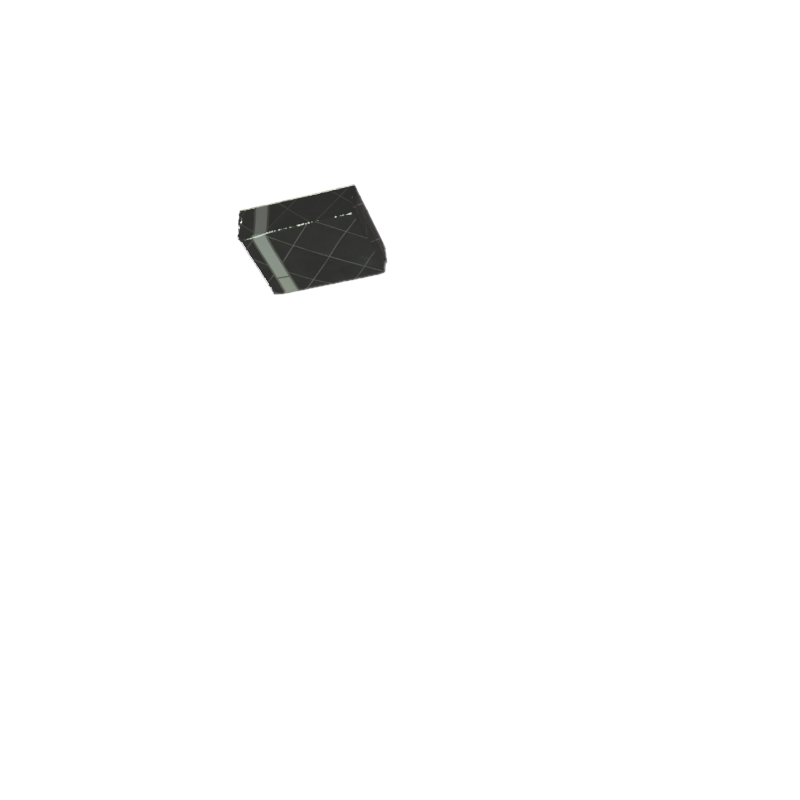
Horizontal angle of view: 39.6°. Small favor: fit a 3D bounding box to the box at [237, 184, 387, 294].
[{"bbox_3d":[-0.078,-0.142,0.999,0.115,0.042,0.083,-12,-38,14],"label":"box"}]
